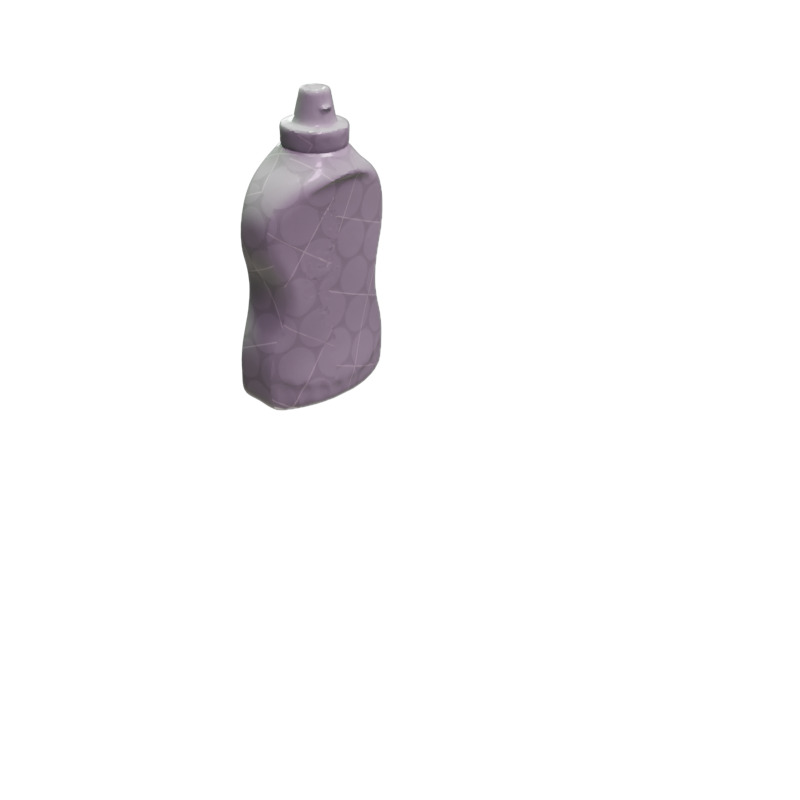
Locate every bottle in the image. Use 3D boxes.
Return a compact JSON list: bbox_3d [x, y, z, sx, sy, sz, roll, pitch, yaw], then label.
[{"bbox_3d":[-0.052,-0.095,0.668,0.095,0.182,0.062,-20,32,-39],"label":"bottle"}]
